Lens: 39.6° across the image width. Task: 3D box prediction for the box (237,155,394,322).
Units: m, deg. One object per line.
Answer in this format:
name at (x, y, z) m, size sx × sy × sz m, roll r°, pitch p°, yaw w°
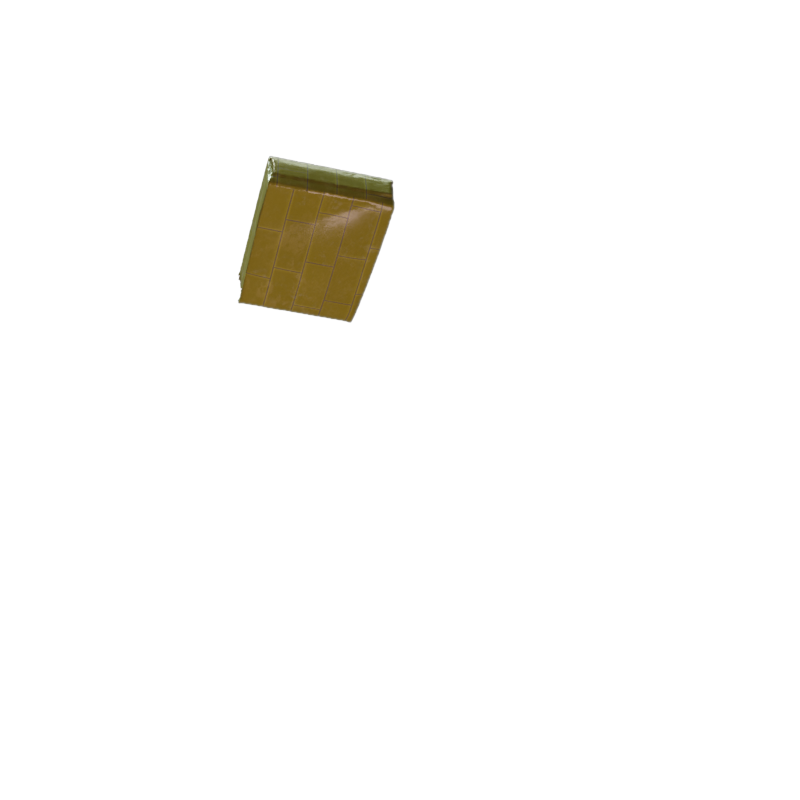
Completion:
box at (-0.061, -0.112, 0.787) m, size 0.088 × 0.108 × 0.042 m, roll 12°, pitch 38°, yaw -10°
